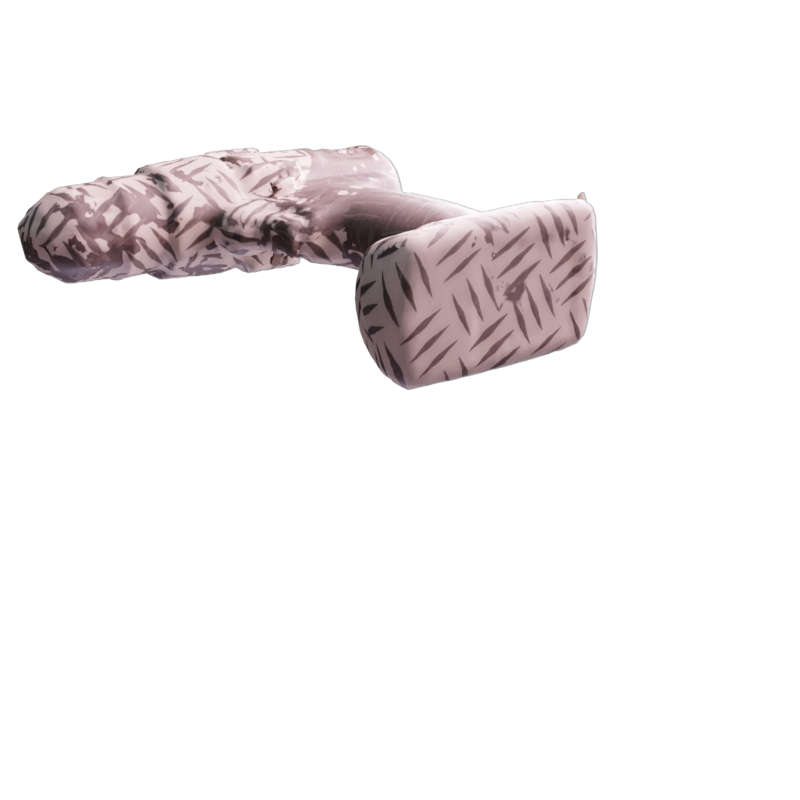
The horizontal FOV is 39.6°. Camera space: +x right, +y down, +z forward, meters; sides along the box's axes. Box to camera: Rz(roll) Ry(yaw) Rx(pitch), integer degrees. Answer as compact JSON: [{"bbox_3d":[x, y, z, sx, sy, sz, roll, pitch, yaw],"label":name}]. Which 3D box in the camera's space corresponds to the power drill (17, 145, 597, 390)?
[{"bbox_3d":[-0.034,-0.063,0.438,0.181,0.055,0.200,-17,29,-35],"label":"power drill"}]
